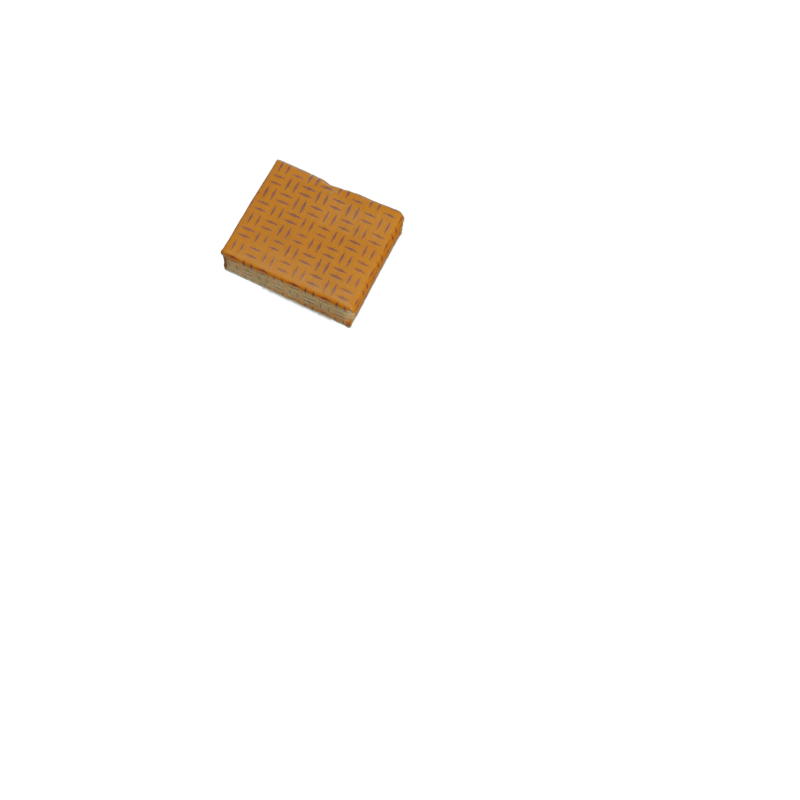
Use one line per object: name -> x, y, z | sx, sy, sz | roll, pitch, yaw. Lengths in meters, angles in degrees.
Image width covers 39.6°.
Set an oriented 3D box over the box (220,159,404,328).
box -> -0.053, -0.096, 0.674 | 0.091, 0.075, 0.029 | 24, -23, 10
